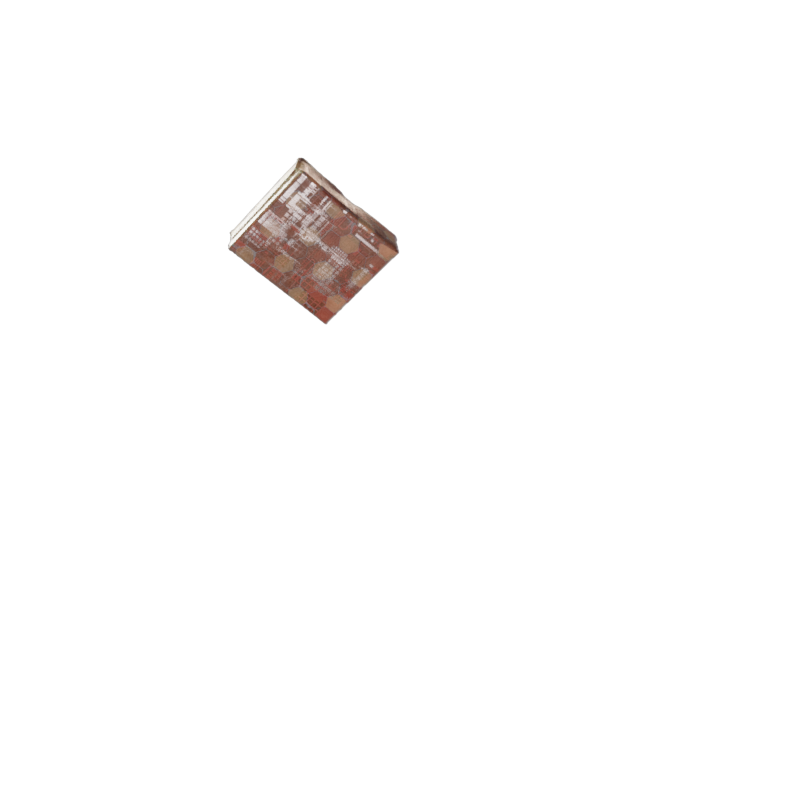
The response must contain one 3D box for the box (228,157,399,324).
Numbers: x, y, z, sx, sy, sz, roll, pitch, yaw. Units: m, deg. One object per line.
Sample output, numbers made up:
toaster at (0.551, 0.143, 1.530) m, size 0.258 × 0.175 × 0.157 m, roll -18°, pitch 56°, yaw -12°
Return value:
box at (-0.057, -0.105, 0.733) m, size 0.086 × 0.072 × 0.032 m, roll 39°, pitch 20°, yaw -17°
